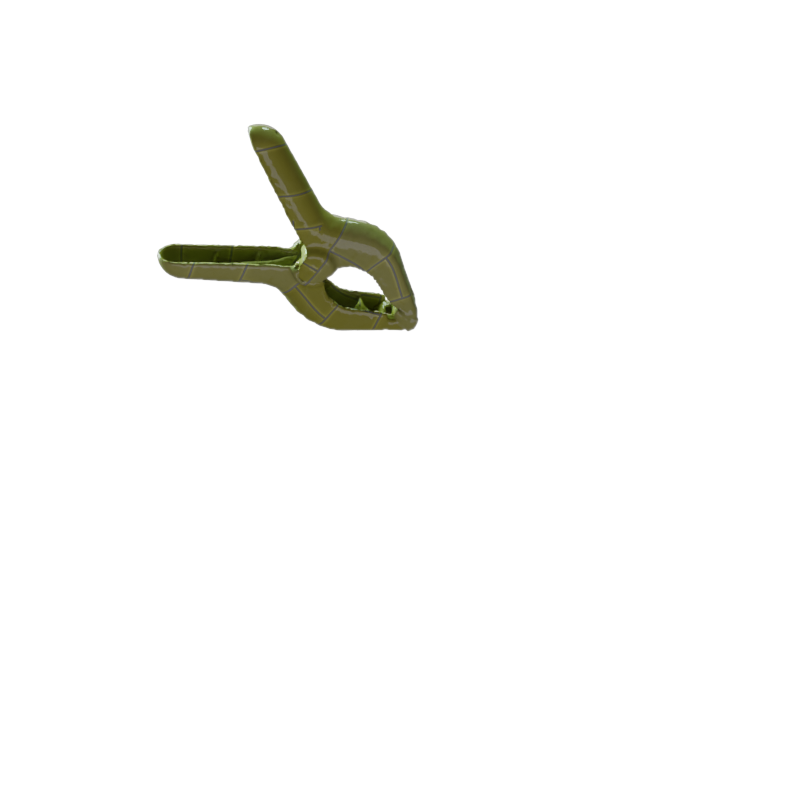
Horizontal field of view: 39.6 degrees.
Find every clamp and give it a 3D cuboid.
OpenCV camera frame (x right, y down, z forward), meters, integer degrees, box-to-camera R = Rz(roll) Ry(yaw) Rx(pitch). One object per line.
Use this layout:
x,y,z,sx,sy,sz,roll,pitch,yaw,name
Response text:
-0.055,-0.100,0.703,0.166,0.116,0.042,20,39,-17,clamp
